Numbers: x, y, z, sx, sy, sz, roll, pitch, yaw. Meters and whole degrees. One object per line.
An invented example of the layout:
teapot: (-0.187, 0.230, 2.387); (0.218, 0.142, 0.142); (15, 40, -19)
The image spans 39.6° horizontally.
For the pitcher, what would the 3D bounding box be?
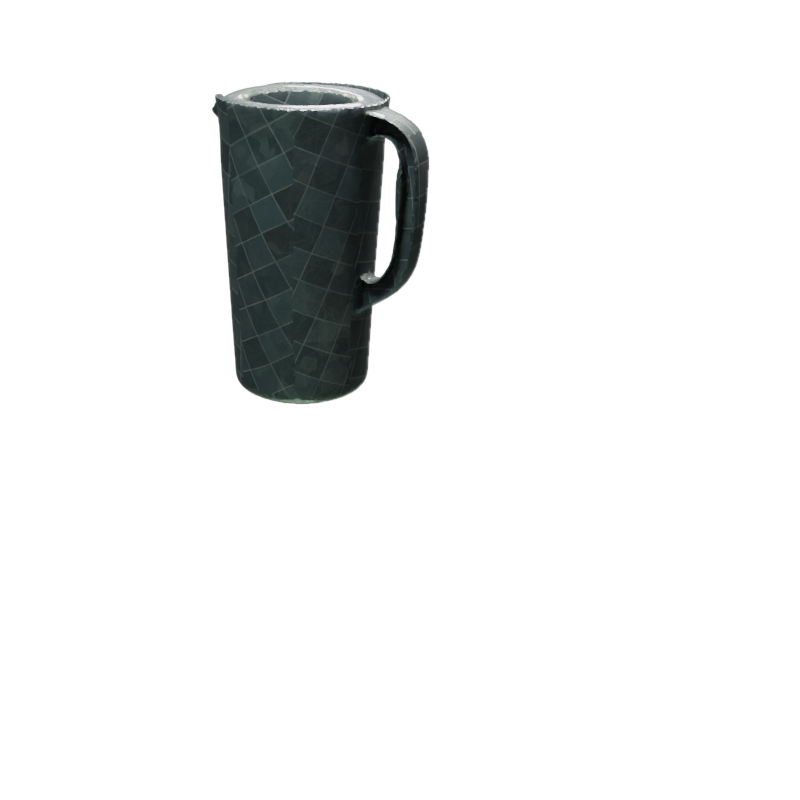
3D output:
pitcher: (-0.068, -0.124, 0.866); (0.143, 0.233, 0.158); (-4, 20, -14)
